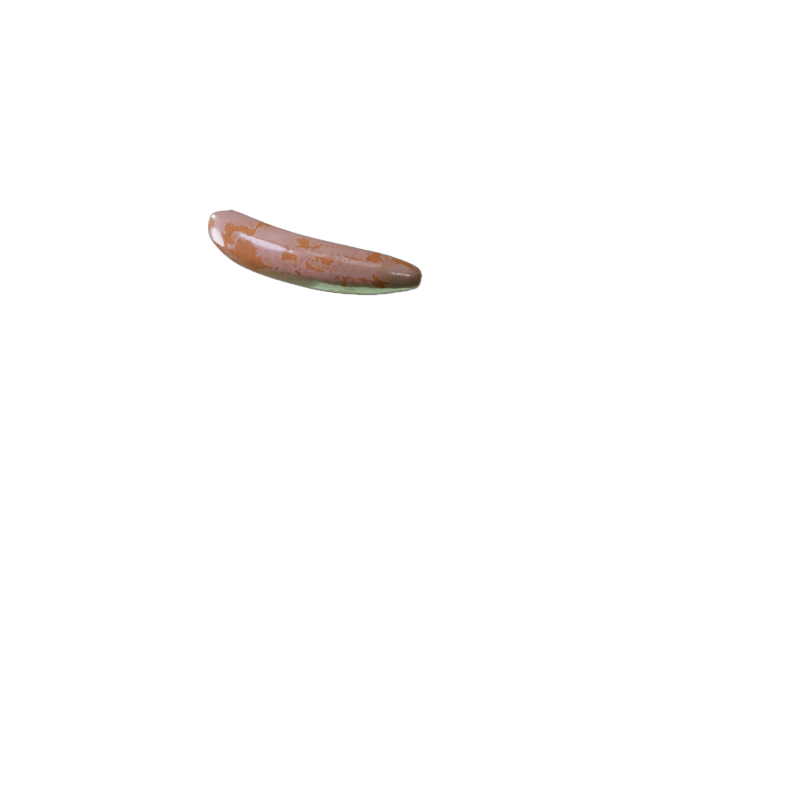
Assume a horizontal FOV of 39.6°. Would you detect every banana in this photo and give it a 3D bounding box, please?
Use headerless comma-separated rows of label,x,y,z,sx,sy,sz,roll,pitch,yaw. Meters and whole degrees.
banana,-0.080,-0.115,0.840,0.209,0.035,0.070,24,38,32
